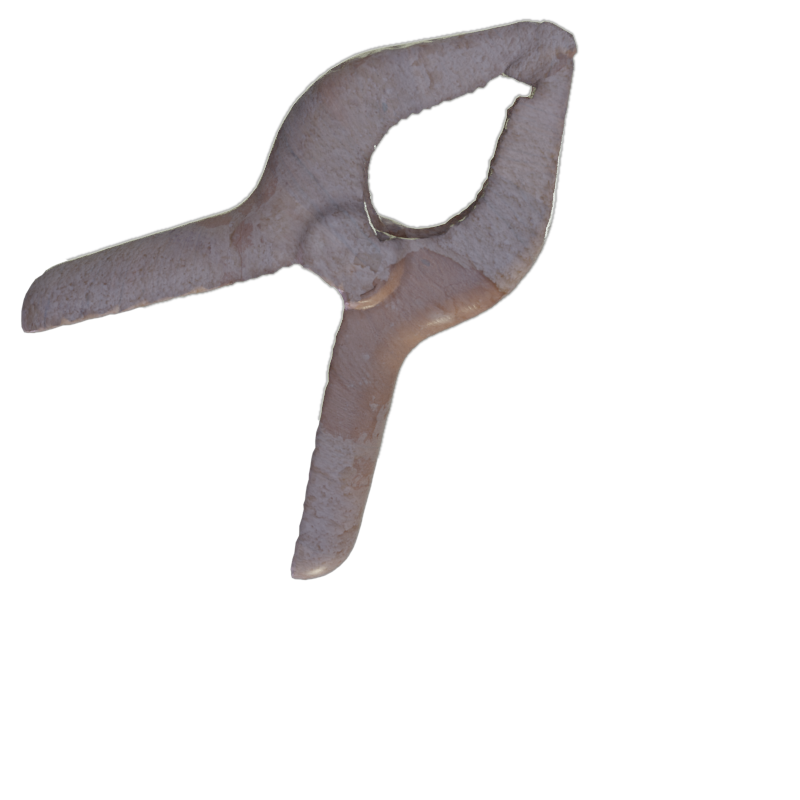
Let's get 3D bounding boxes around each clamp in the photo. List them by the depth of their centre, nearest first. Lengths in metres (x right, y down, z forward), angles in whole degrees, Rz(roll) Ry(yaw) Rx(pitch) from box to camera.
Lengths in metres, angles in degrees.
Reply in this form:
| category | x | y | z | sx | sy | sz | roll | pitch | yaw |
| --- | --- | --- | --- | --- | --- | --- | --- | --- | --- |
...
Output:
| category | x | y | z | sx | sy | sz | roll | pitch | yaw |
| --- | --- | --- | --- | --- | --- | --- | --- | --- | --- |
| clamp | -0.024 | -0.044 | 0.311 | 0.118 | 0.169 | 0.040 | 34 | 9 | -7 |
